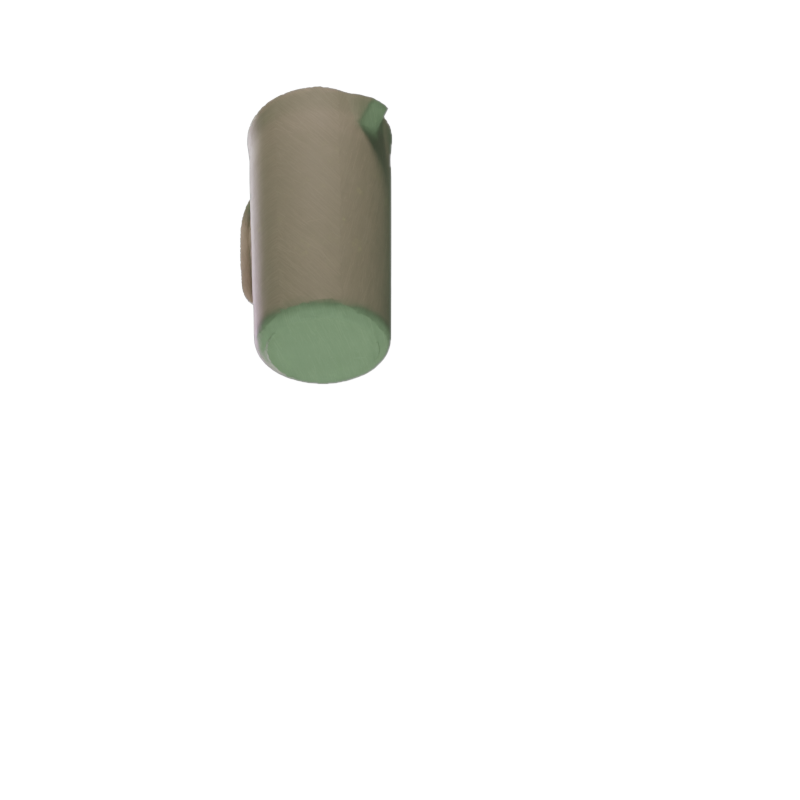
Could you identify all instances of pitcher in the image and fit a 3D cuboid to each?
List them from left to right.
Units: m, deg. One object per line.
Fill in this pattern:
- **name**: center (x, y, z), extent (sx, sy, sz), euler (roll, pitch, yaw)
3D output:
- **pitcher**: center (-0.074, -0.135, 0.948), extent (0.145, 0.261, 0.139), euler (-3, -37, 0)
